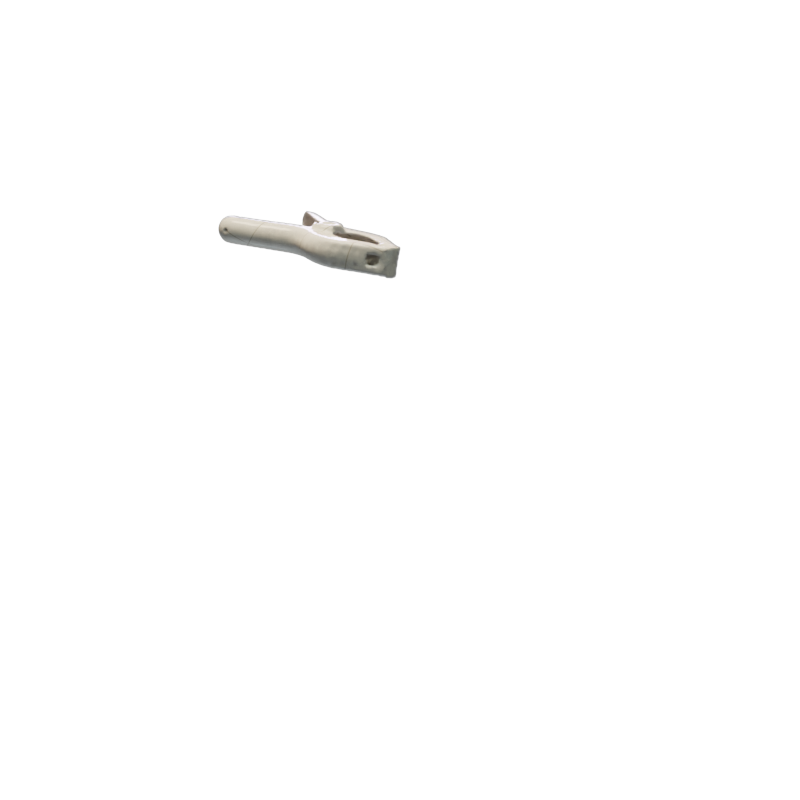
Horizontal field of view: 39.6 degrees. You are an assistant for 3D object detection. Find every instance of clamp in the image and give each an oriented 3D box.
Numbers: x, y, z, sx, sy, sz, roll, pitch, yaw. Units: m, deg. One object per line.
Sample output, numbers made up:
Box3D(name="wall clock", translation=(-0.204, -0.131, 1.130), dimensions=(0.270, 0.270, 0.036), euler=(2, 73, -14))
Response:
Box3D(name="clamp", translation=(-0.077, -0.140, 0.984), dimensions=(0.117, 0.038, 0.182), euler=(-15, 24, -36))
